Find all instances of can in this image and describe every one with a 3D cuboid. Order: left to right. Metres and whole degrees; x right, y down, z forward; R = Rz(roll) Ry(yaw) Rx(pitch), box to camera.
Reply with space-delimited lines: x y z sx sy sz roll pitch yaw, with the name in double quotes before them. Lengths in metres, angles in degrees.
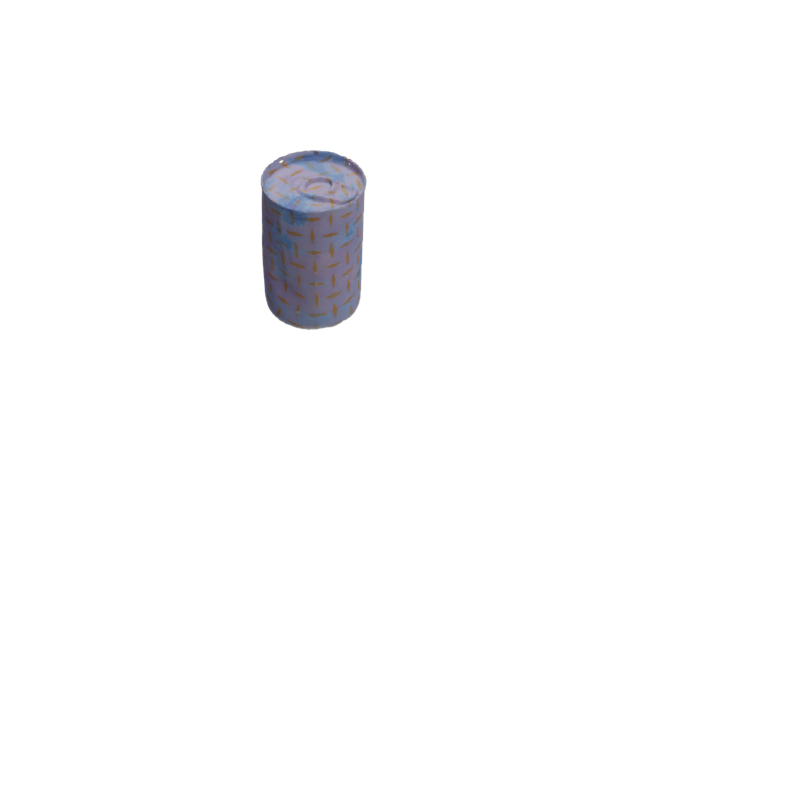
"can" -0.058 -0.106 0.740 0.068 0.095 0.073 0 42 -3
